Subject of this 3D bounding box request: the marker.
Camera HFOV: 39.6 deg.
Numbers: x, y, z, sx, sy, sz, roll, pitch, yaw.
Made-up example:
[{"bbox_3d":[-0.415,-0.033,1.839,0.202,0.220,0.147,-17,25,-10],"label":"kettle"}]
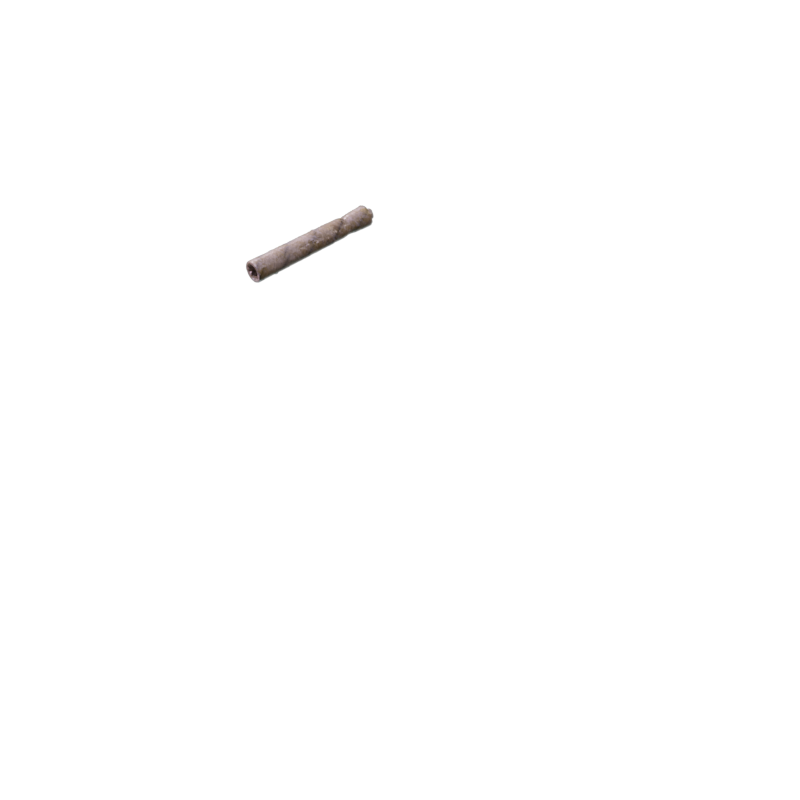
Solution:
[{"bbox_3d":[-0.070,-0.127,0.892,0.121,0.019,0.021,-31,20,-28],"label":"marker"}]
